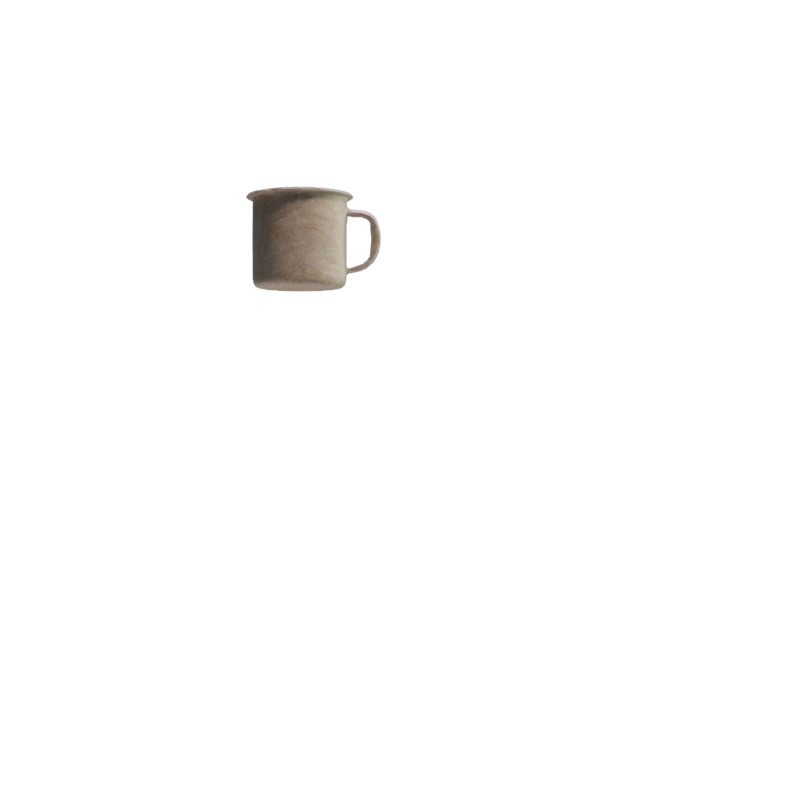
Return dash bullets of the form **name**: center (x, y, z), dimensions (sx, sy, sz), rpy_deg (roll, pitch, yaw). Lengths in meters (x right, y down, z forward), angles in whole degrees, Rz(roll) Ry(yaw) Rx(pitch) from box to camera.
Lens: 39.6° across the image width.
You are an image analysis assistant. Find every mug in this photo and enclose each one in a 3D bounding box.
- **mug**: center (-0.075, -0.138, 0.963), dimensions (0.116, 0.083, 0.093), rpy_deg (0, -3, -5)
